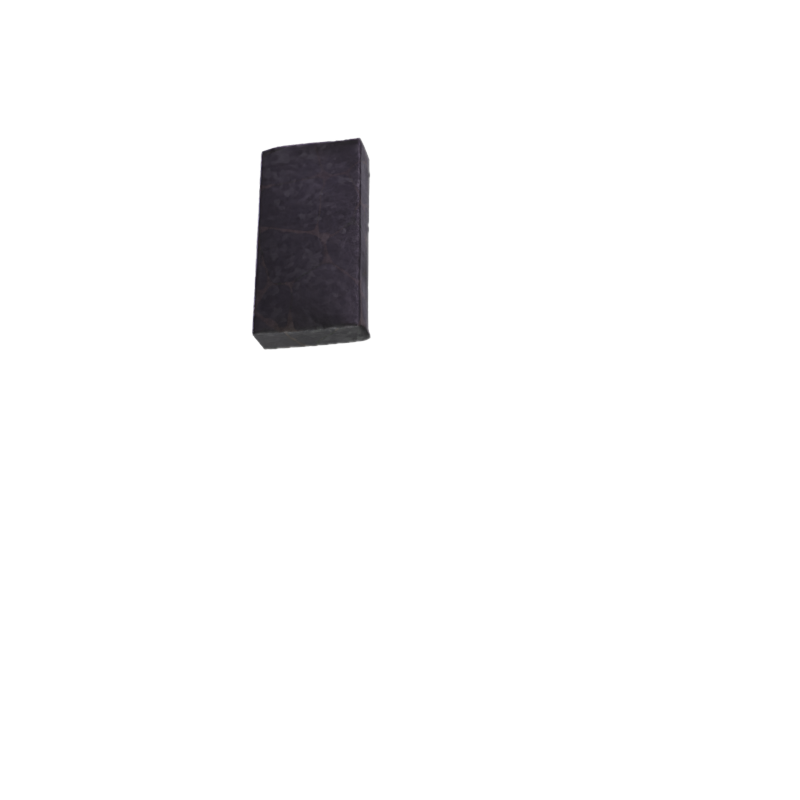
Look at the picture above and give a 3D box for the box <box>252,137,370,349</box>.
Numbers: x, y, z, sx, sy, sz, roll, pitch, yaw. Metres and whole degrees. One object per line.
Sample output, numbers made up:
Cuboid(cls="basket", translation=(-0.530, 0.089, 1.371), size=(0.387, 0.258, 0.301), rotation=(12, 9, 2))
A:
Cuboid(cls="box", translation=(-0.074, -0.134, 0.940), size=(0.094, 0.185, 0.045), rotation=(-6, -23, 11))
